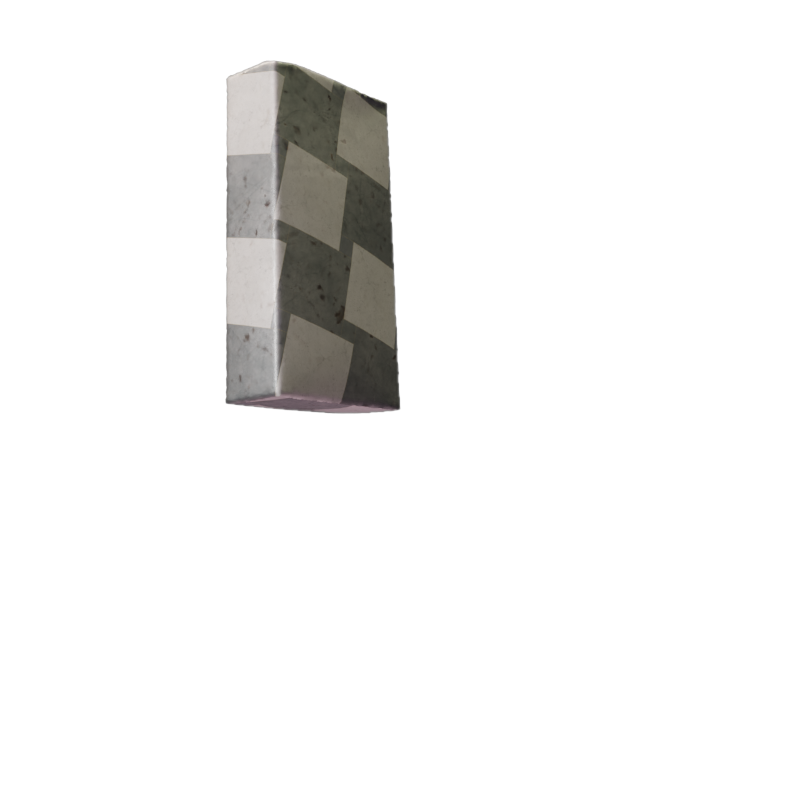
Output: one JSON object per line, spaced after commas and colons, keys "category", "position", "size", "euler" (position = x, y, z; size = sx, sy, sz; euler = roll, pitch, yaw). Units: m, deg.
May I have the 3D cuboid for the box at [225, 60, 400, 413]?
{"category": "box", "position": [-0.046, -0.084, 0.586], "size": [0.049, 0.182, 0.088], "euler": [-12, -17, 41]}
